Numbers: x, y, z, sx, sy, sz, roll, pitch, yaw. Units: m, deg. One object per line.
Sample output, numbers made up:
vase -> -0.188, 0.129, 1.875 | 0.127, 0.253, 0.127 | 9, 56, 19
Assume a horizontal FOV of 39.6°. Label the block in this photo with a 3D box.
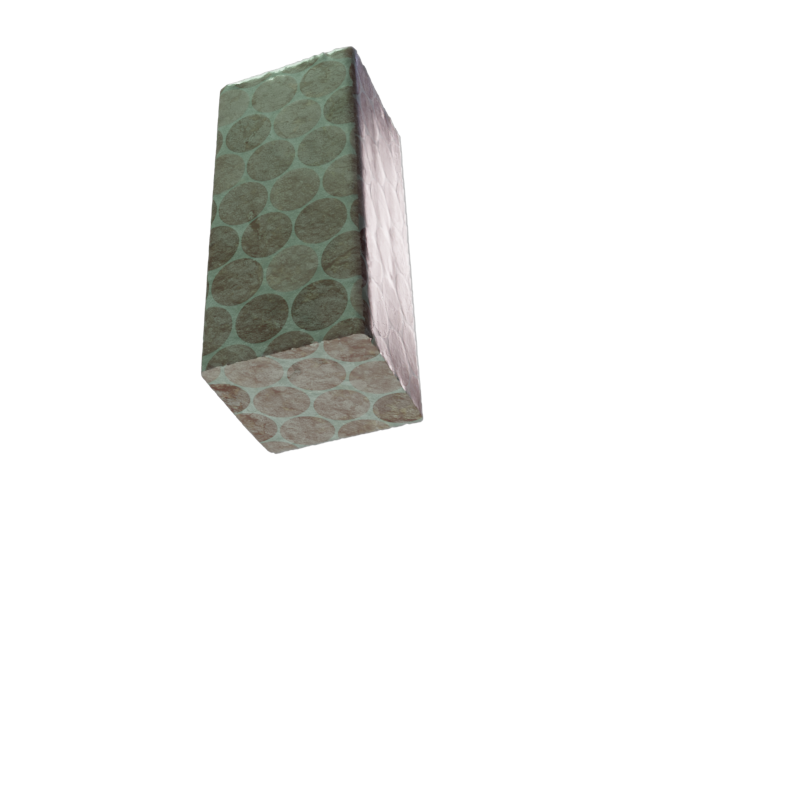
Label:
block -> -0.049, -0.089, 0.624 | 0.092, 0.221, 0.083 | -15, -38, 16
